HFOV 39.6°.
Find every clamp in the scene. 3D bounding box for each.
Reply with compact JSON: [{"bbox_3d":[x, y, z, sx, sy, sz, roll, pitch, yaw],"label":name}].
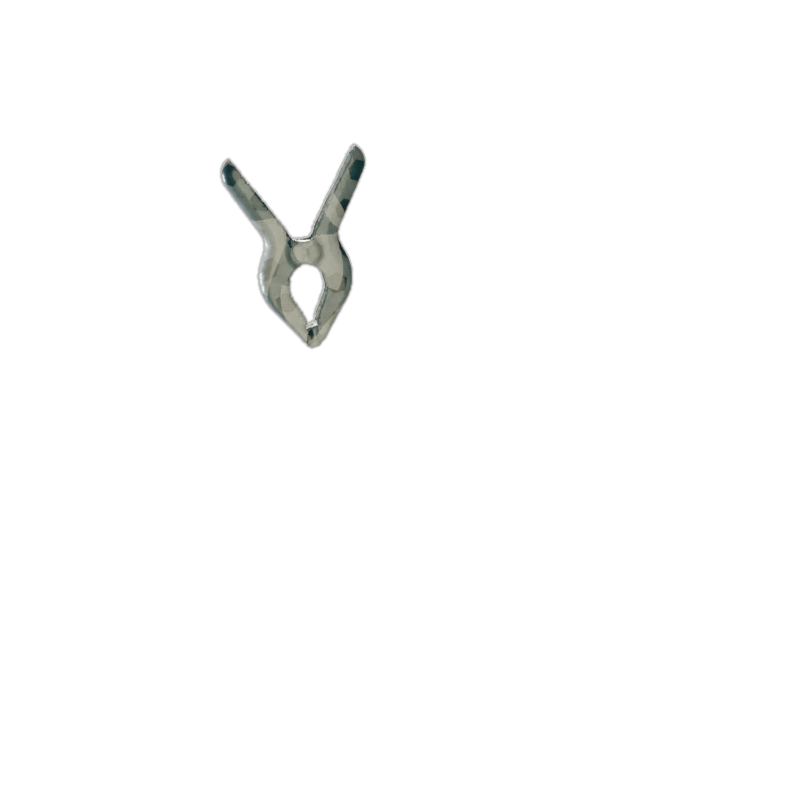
[{"bbox_3d":[-0.073,-0.134,0.936,0.120,0.167,0.040,-14,9,2],"label":"clamp"}]
